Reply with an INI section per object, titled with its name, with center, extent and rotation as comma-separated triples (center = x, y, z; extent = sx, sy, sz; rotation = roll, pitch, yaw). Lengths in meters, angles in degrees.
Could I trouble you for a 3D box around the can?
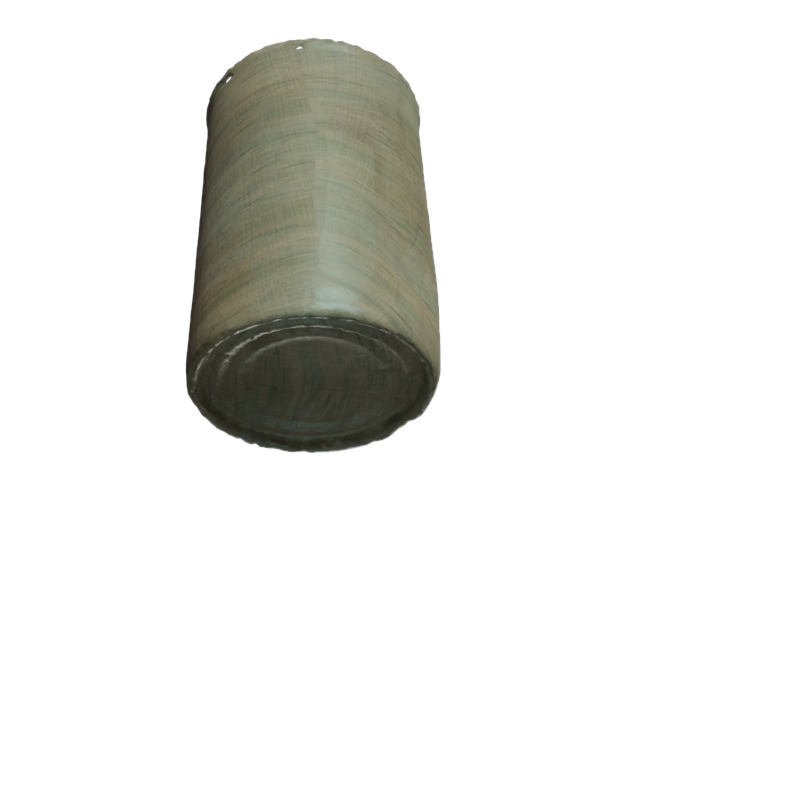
[can]
center = -0.025, -0.046, 0.320
extent = 0.068, 0.110, 0.064
rotation = -1, -37, -3
